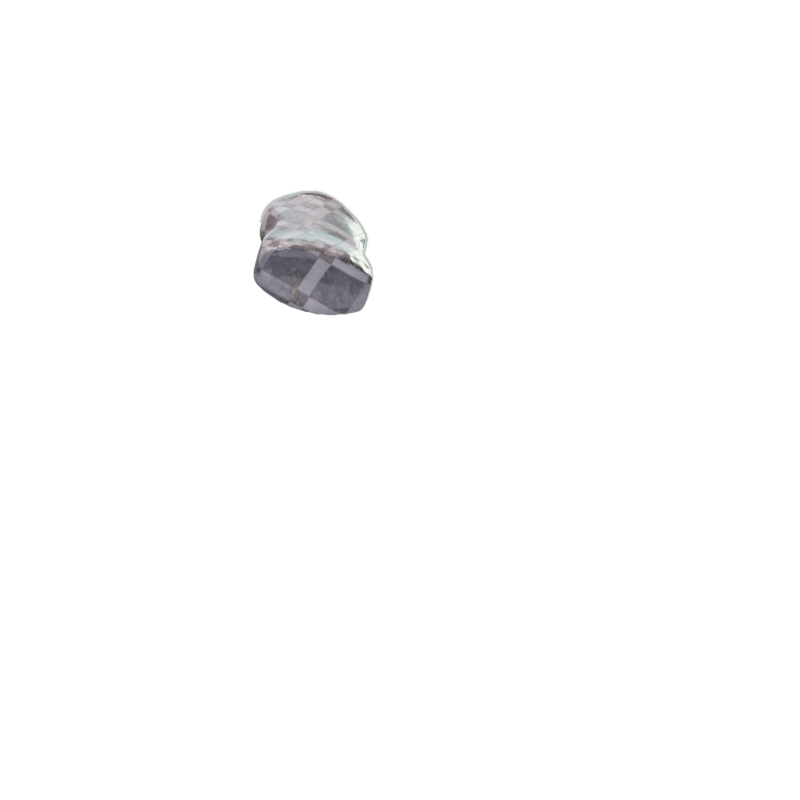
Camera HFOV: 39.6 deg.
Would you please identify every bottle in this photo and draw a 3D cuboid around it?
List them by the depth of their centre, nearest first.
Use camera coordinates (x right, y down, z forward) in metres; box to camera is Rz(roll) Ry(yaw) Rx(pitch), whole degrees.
[{"bbox_3d":[-0.076,-0.140,0.979,0.095,0.056,0.202,12,25,-9],"label":"bottle"}]
